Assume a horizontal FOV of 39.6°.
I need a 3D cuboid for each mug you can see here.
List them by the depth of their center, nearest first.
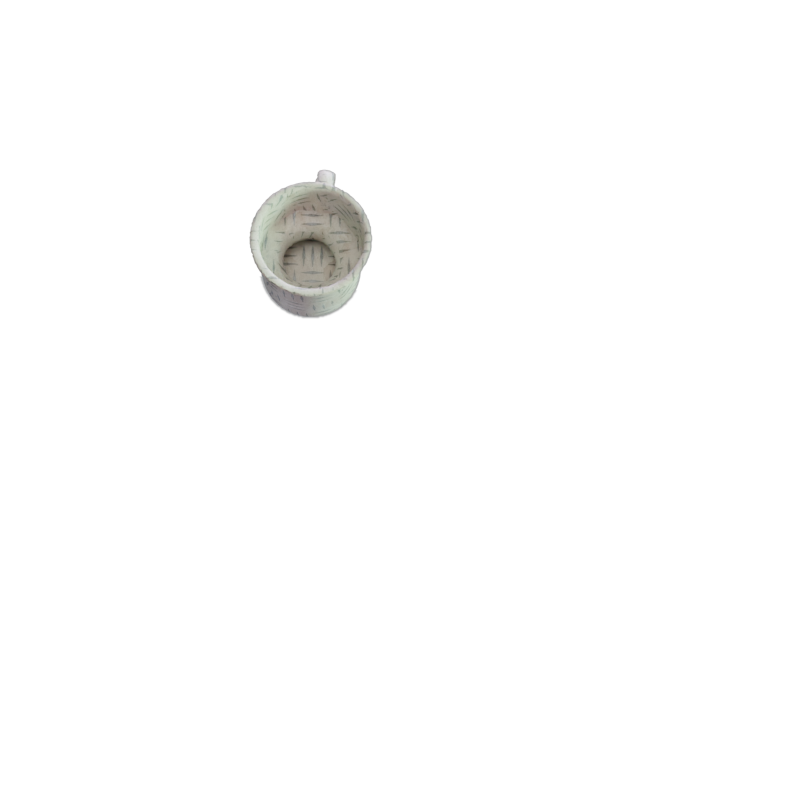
[{"bbox_3d":[-0.069,-0.126,0.880,0.093,0.122,0.078,8,-18,1],"label":"mug"}]
